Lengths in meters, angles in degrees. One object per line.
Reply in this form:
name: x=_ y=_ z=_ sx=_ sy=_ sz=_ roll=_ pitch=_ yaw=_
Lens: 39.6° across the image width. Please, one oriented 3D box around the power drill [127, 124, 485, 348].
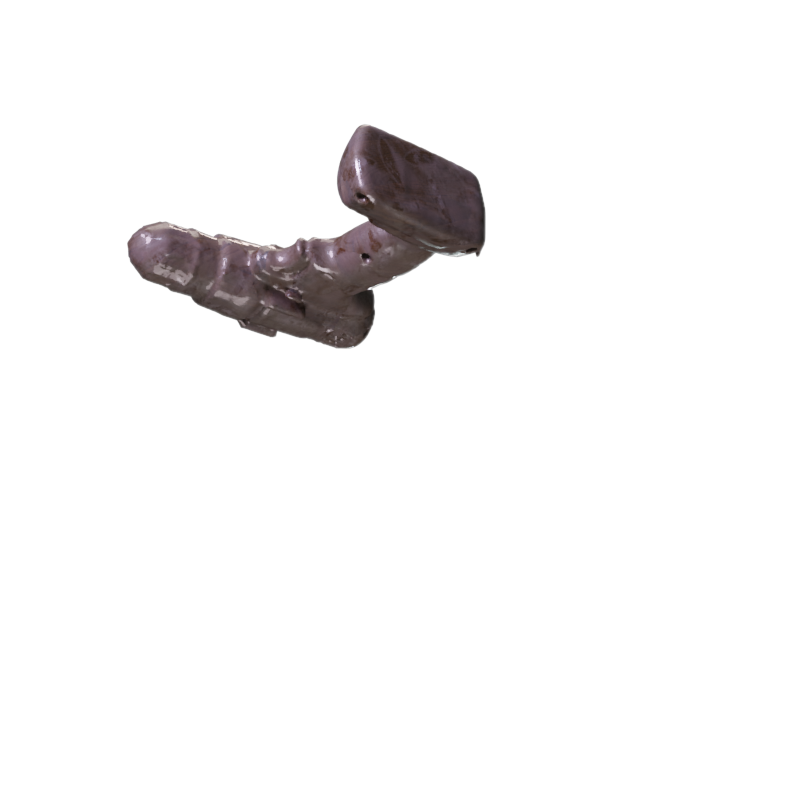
power drill: x=-0.055 y=-0.100 z=0.698 sx=0.175 sy=0.061 sz=0.187 roll=17 pitch=-29 yaw=-34
